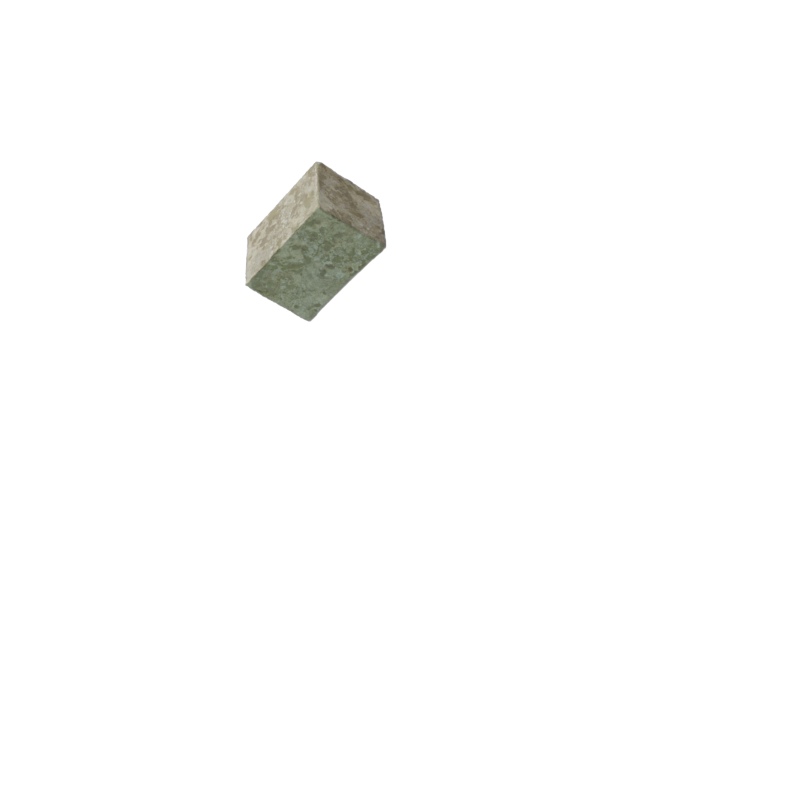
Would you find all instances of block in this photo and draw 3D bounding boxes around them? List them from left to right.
[{"bbox_3d":[-0.054,-0.099,0.690,0.050,0.055,0.077,31,-55,-27],"label":"block"}]
